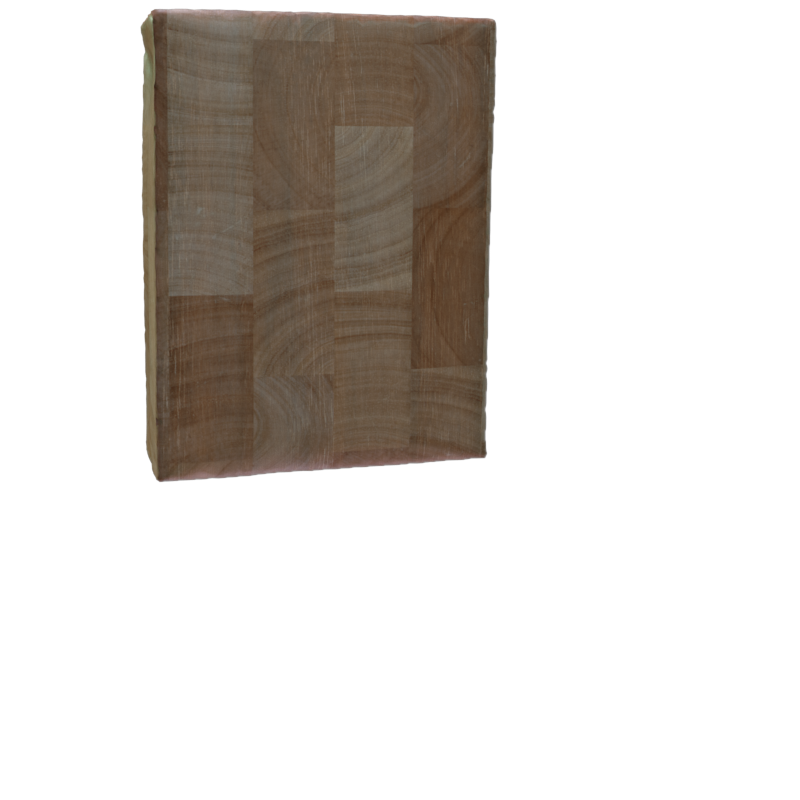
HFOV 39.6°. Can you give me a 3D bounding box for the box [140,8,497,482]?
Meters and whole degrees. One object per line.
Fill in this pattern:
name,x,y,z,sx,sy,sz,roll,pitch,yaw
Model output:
box,-0.042,-0.077,0.540,0.161,0.211,0.074,-2,6,-16
